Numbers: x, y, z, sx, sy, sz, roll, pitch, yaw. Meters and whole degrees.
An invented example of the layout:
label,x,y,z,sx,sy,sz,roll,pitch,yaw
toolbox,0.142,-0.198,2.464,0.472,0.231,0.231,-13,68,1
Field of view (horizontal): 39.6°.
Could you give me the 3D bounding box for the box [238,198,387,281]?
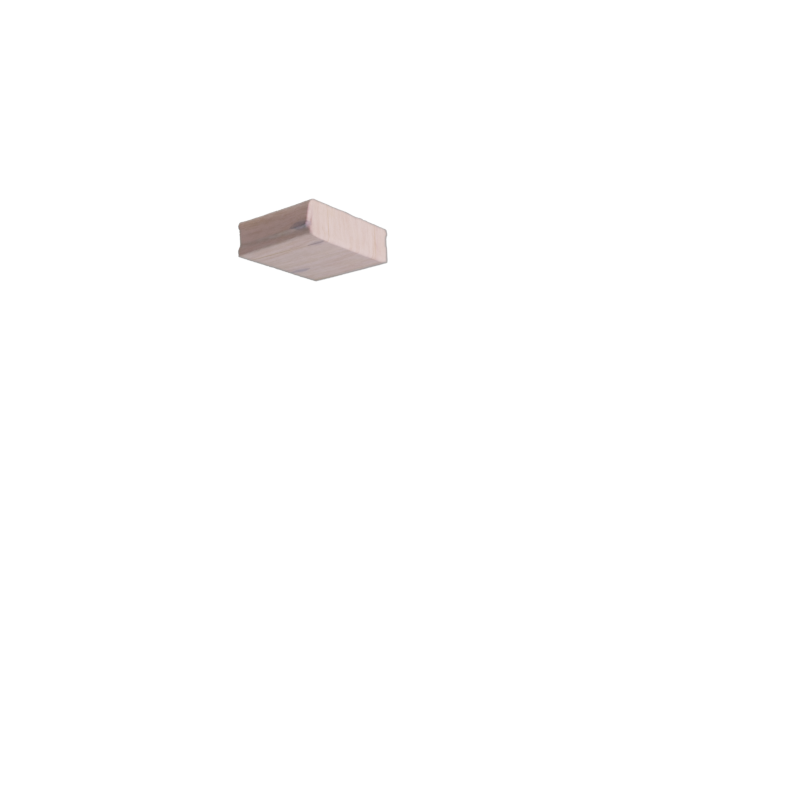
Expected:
label,x,y,z,sx,sy,sz,roll,pitch,yaw
box,-0.064,-0.117,0.821,0.075,0.031,0.084,-11,-17,39
